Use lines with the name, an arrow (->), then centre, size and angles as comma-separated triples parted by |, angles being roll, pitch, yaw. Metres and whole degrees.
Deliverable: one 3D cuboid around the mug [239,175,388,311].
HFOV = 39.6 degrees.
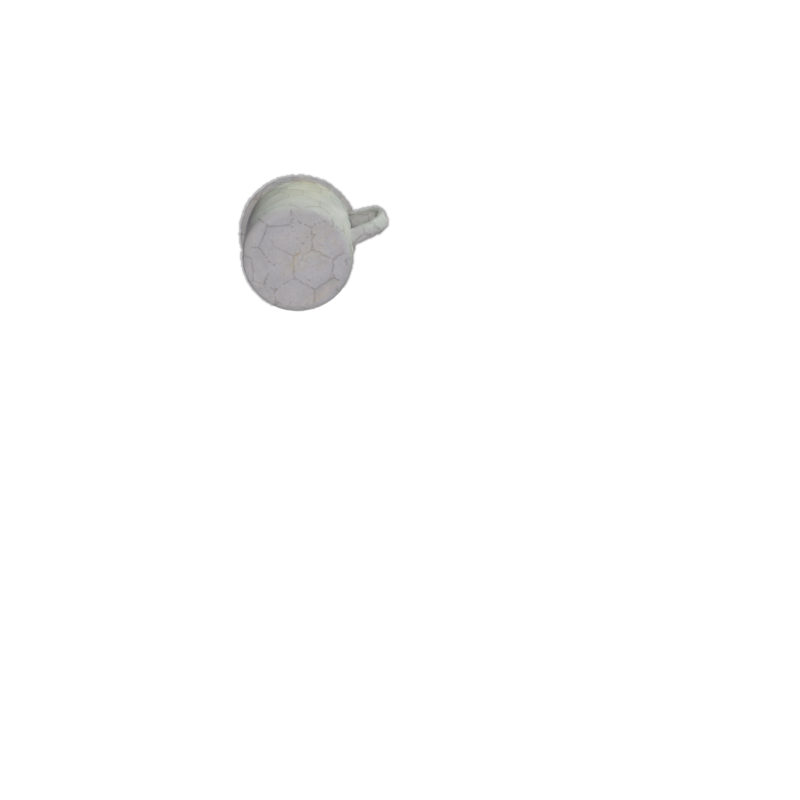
mug -> -0.065, -0.119, 0.834 | 0.117, 0.090, 0.085 | -14, 18, 3
